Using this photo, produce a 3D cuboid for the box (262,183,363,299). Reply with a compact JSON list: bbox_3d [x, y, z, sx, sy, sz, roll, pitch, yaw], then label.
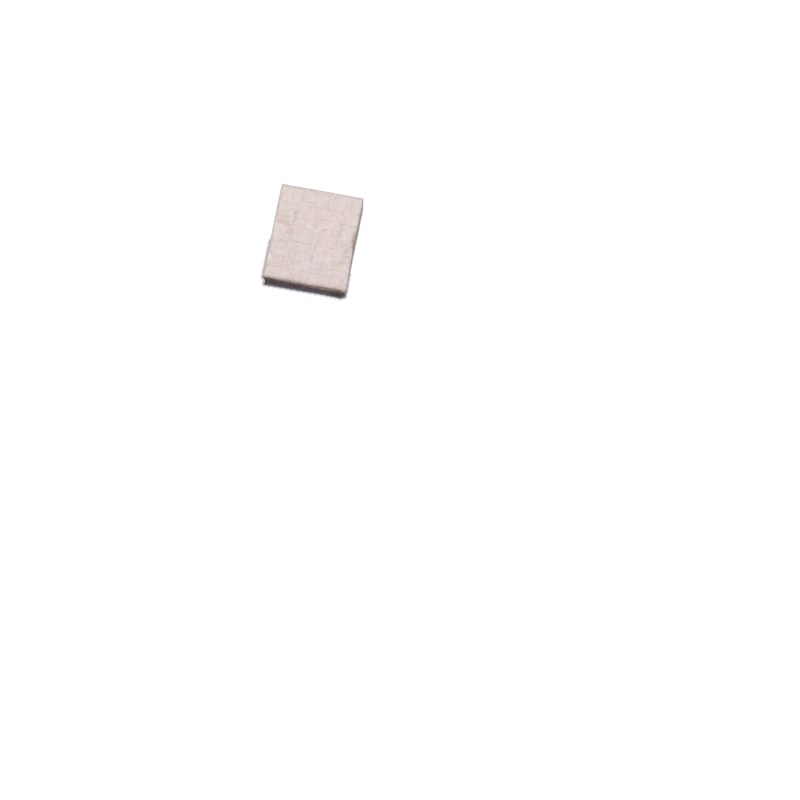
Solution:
[{"bbox_3d":[-0.075,-0.137,0.958,0.073,0.093,0.029,10,-19,3],"label":"box"}]
